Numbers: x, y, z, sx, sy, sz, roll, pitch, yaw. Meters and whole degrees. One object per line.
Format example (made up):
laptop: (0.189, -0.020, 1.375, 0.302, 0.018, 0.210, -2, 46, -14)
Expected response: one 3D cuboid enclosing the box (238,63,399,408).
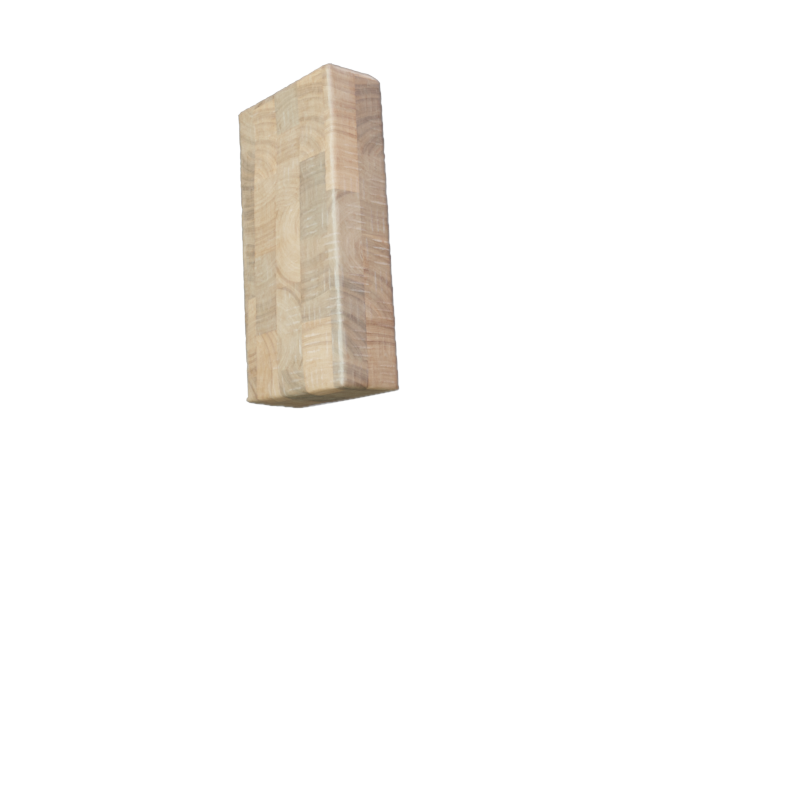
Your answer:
box: (-0.048, -0.088, 0.620, 0.046, 0.182, 0.095, 11, -17, -38)
